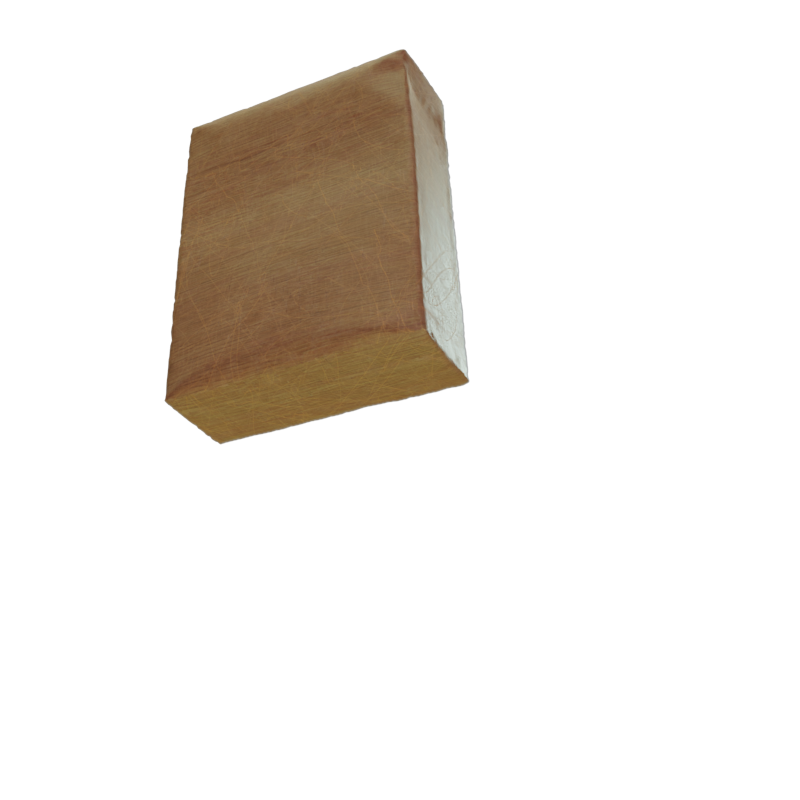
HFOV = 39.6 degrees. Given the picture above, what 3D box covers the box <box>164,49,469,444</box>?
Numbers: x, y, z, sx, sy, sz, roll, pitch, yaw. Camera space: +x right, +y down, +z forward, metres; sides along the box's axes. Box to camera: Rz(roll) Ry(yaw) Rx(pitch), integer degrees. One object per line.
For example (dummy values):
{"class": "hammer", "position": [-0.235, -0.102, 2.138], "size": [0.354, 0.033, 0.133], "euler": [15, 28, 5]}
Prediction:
{"class": "box", "position": [-0.053, -0.097, 0.680], "size": [0.166, 0.229, 0.066], "euler": [-16, -36, 20]}
